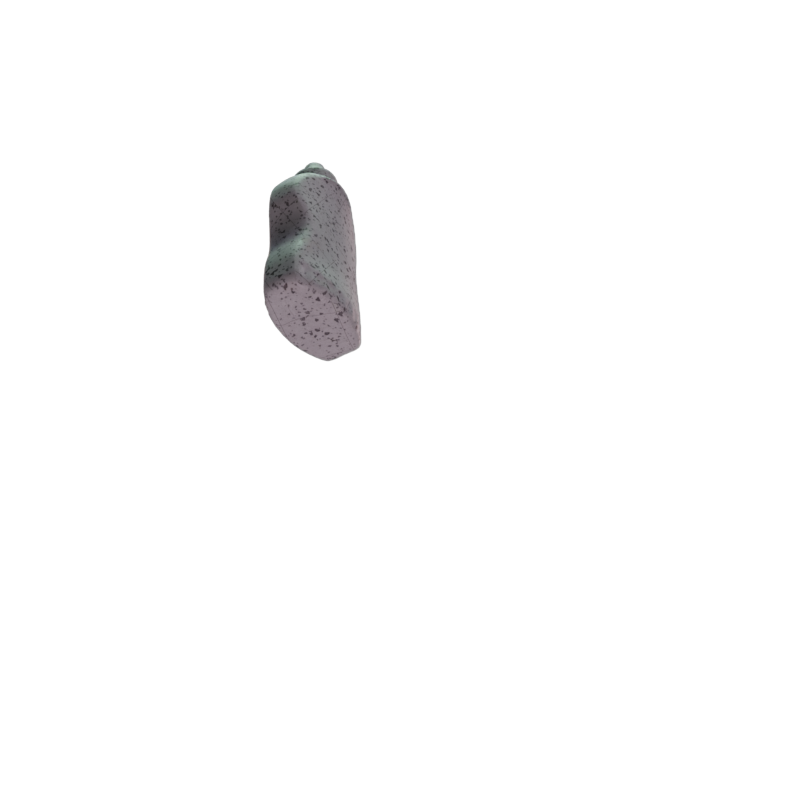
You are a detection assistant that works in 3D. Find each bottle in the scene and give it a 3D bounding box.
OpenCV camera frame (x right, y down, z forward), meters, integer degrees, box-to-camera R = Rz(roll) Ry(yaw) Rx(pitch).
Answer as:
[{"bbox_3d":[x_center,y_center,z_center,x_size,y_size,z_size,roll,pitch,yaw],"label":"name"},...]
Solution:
[{"bbox_3d":[-0.071,-0.131,0.915,0.058,0.206,0.089,-27,-49,22],"label":"bottle"}]
